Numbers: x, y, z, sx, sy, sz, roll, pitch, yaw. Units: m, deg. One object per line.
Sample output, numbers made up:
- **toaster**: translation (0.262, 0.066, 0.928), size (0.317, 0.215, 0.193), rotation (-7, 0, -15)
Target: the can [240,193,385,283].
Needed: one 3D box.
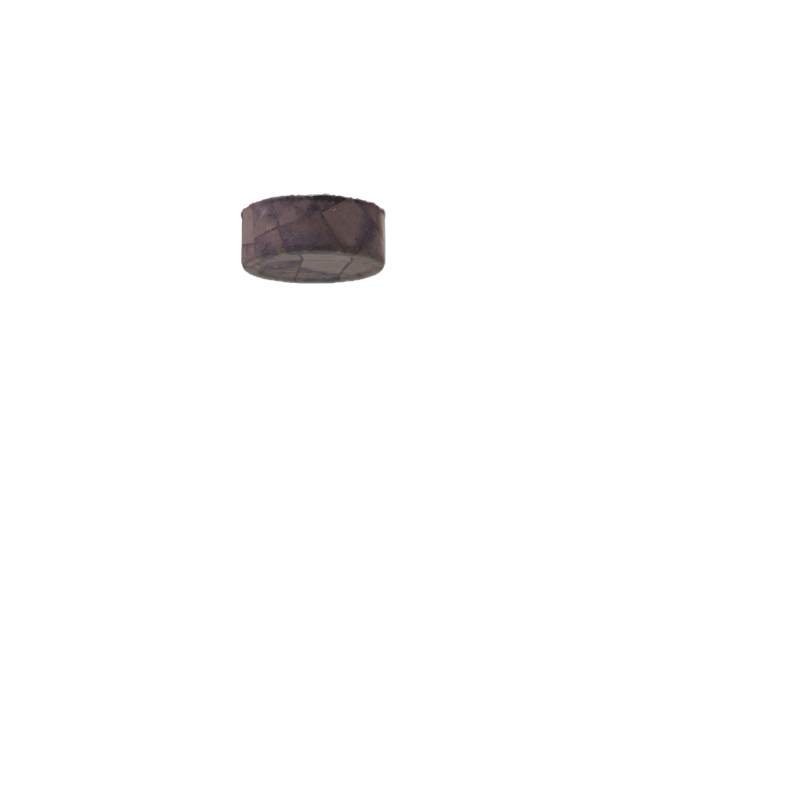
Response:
- **can**: translation (-0.051, -0.093, 0.650), size (0.086, 0.034, 0.084), rotation (0, -8, -2)
